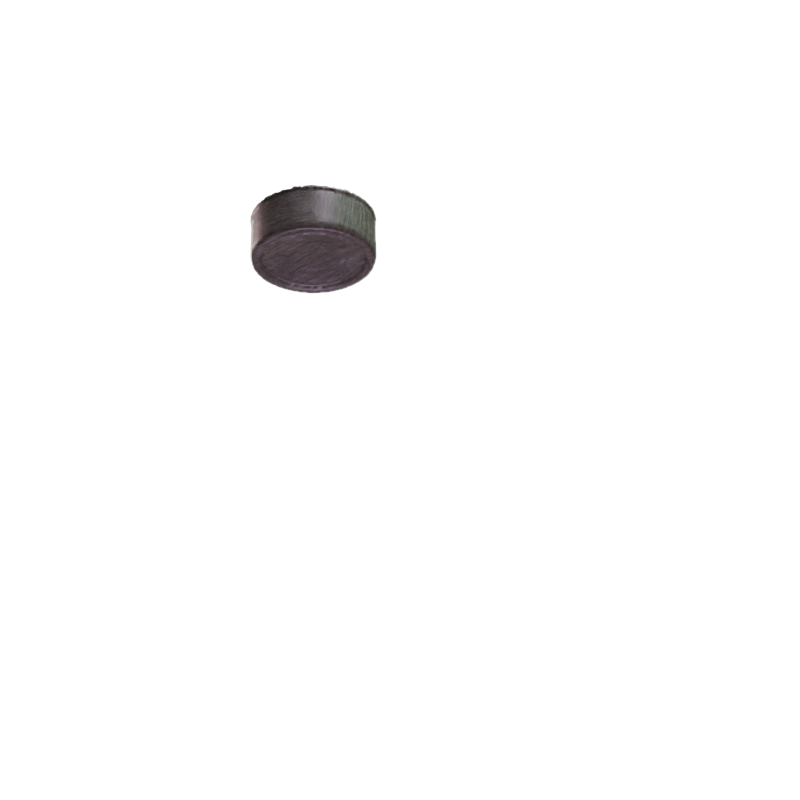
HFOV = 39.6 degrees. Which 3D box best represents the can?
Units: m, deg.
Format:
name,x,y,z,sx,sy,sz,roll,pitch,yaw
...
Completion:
name,x,y,z,sx,sy,sz,roll,pitch,yaw
can,-0.059,-0.107,0.749,0.086,0.036,0.081,1,-27,-2
